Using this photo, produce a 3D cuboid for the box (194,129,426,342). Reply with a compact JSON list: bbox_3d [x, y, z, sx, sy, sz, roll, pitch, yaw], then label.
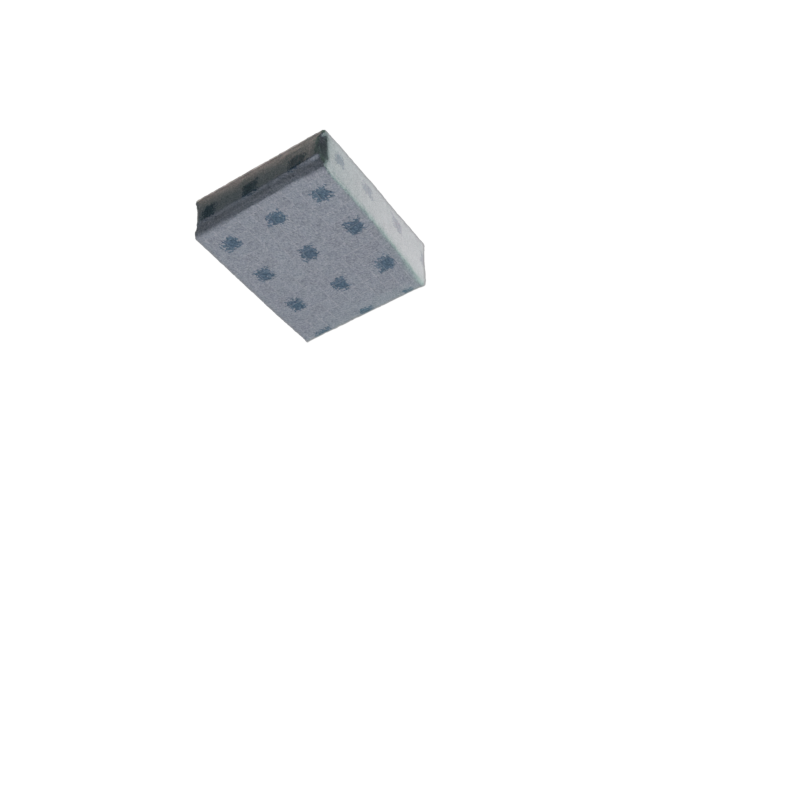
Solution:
[{"bbox_3d":[-0.050,-0.091,0.640,0.090,0.042,0.105,-25,-49,23],"label":"box"}]
